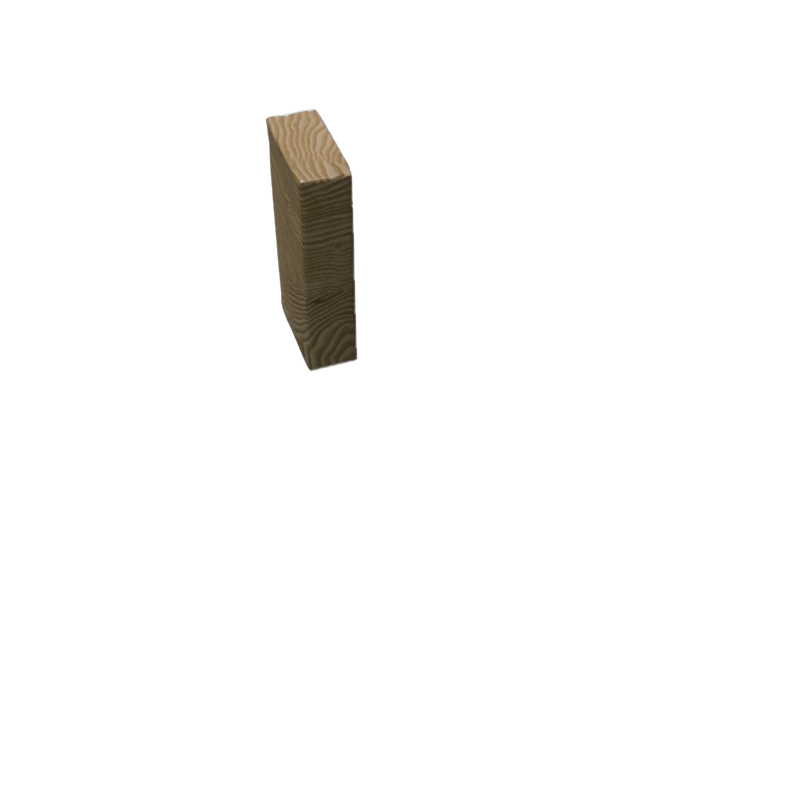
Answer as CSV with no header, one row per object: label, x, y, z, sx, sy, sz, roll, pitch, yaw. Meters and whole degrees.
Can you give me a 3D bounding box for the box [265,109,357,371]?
box,-0.065,-0.118,0.830,0.047,0.164,0.101,-10,43,-15
